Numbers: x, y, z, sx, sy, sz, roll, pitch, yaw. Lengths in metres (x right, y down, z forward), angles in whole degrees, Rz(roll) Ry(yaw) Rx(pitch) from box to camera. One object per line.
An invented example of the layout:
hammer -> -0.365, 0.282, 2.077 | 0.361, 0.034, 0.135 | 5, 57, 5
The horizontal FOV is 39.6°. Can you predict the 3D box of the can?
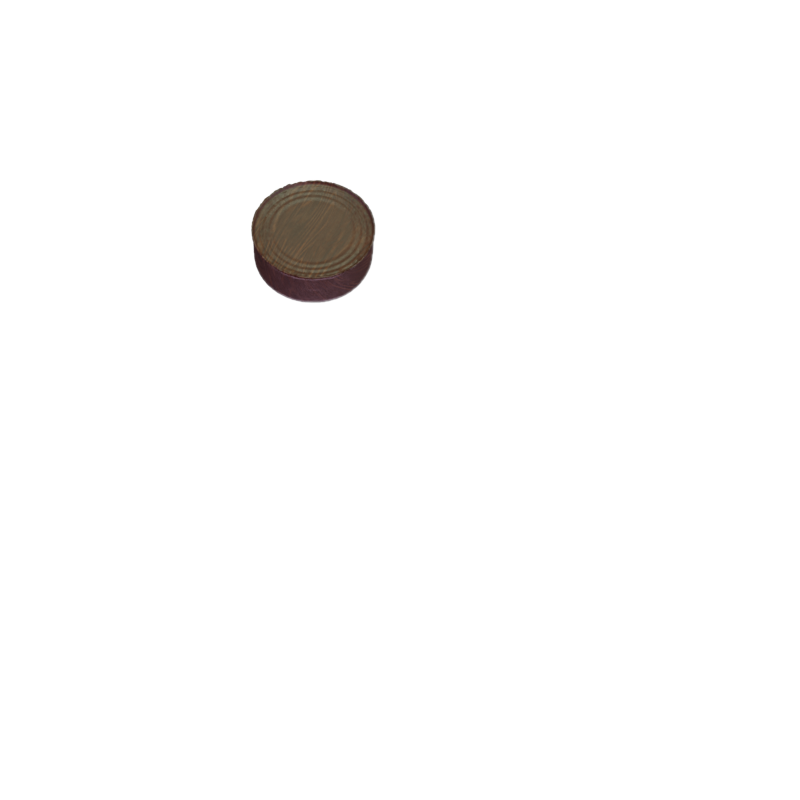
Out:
can -> -0.061, -0.111, 0.776 | 0.086, 0.092, 0.031 | -1, -34, -1
